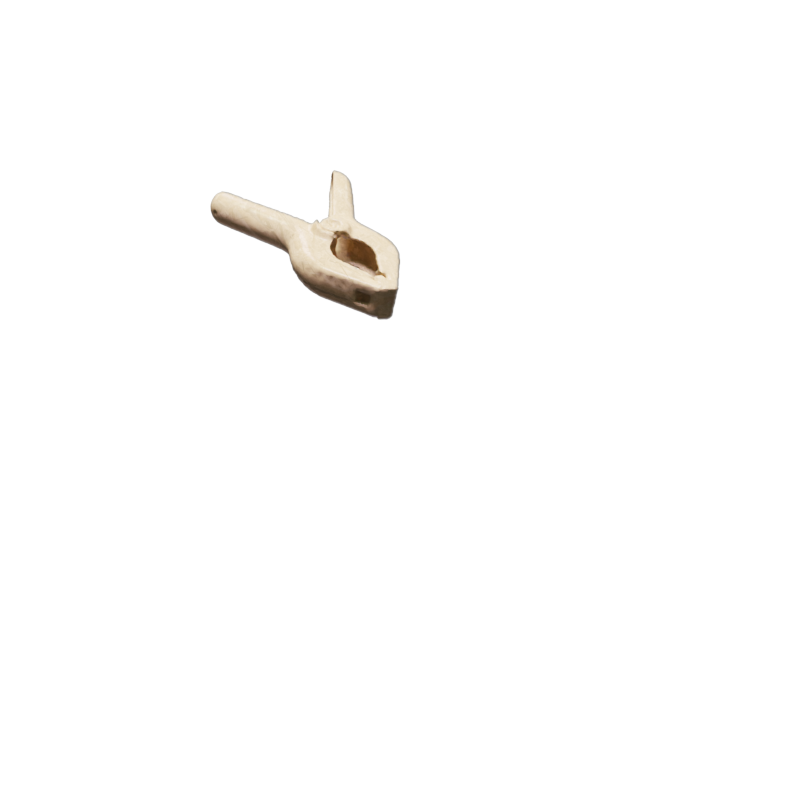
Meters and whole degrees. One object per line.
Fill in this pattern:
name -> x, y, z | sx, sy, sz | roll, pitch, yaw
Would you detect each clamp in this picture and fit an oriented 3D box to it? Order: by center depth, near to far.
clamp -> -0.064, -0.117, 0.817 | 0.118, 0.037, 0.186 | -15, 40, -19
